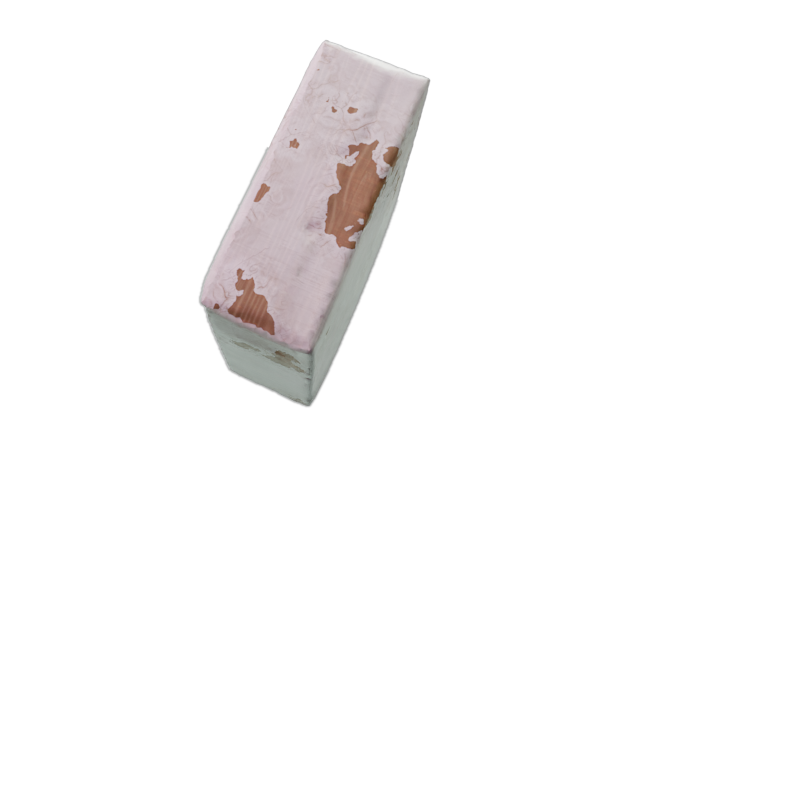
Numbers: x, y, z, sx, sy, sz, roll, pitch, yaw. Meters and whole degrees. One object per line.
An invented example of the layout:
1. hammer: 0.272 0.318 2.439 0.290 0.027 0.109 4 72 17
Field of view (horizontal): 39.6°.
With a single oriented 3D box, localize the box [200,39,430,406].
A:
1. box: -0.053 -0.096 0.672 0.072 0.168 0.208 22 -11 0
